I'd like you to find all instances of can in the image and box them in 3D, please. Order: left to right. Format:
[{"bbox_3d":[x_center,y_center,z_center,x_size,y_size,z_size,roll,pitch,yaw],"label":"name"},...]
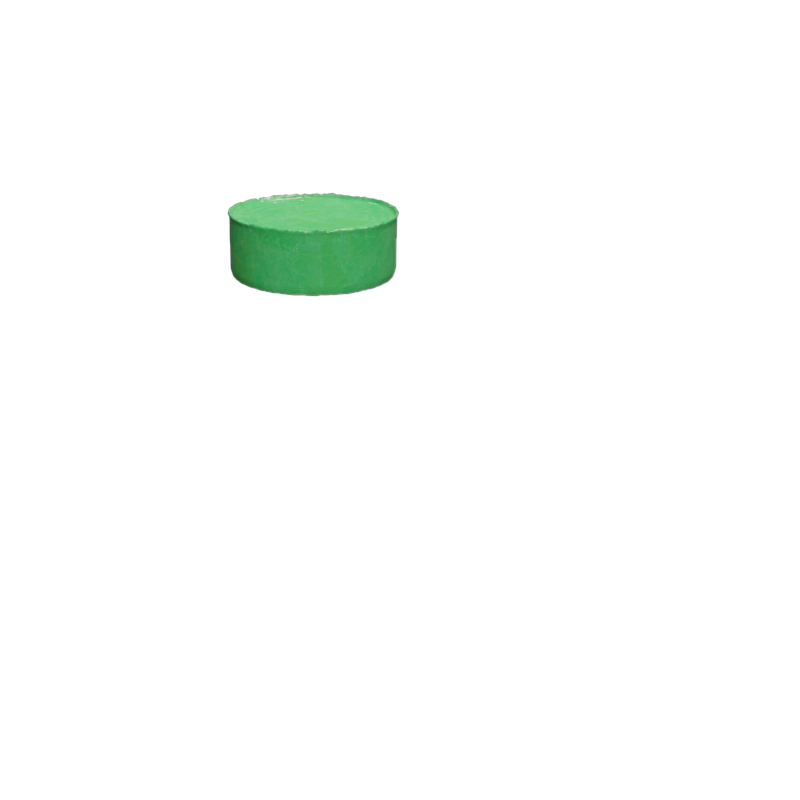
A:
[{"bbox_3d":[-0.044,-0.080,0.561,0.086,0.032,0.090,-1,21,-2],"label":"can"}]
